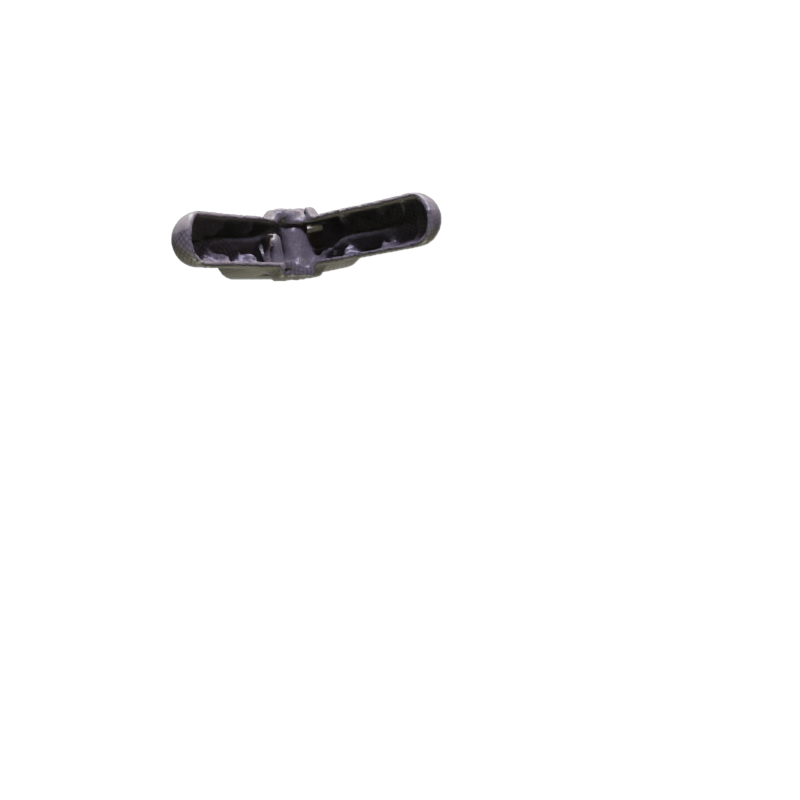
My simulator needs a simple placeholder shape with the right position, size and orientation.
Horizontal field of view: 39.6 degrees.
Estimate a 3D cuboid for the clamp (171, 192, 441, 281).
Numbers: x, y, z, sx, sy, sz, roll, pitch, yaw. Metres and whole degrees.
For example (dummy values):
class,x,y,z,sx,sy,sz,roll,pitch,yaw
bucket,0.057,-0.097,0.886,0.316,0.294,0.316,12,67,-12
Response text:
class,x,y,z,sx,sy,sz,roll,pitch,yaw
clamp,-0.044,-0.080,0.560,0.120,0.039,0.172,0,5,-1
